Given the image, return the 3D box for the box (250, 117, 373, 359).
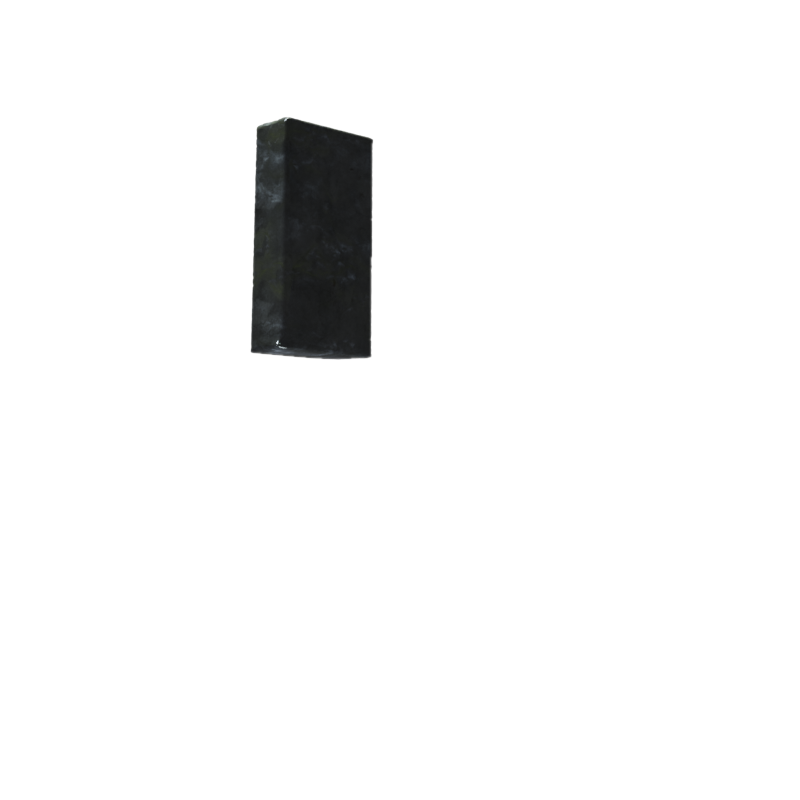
[{"bbox_3d":[-0.067,-0.122,0.857,0.089,0.181,0.049,8,-14,-42],"label":"box"}]
